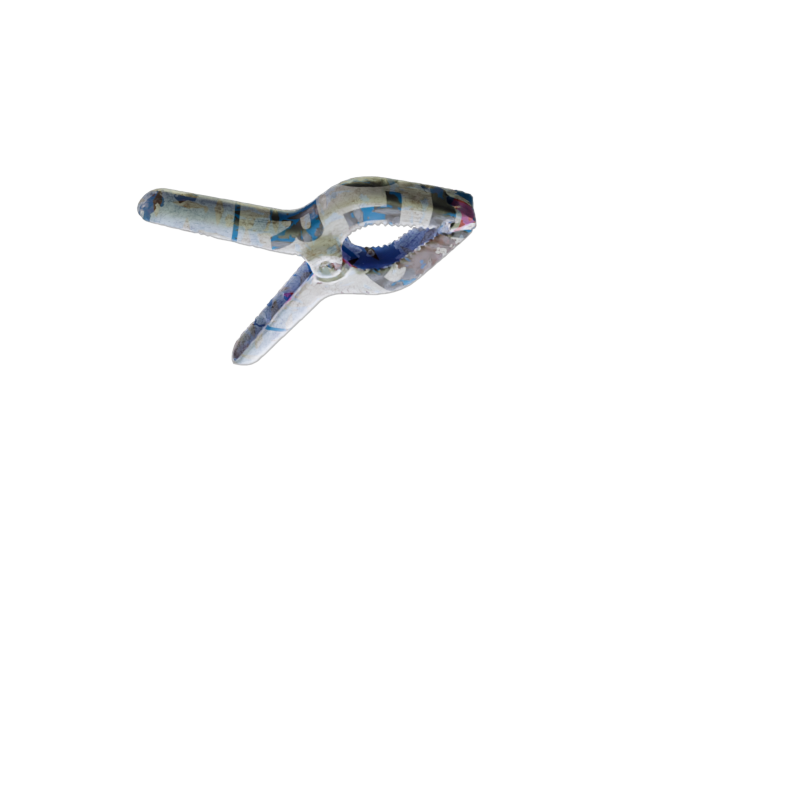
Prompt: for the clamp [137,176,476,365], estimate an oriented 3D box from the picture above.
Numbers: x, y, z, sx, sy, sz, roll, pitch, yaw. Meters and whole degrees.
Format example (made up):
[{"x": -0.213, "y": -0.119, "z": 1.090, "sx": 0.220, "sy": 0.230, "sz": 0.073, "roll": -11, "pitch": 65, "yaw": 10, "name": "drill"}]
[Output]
[{"x": -0.057, "y": -0.104, "z": 0.729, "sx": 0.211, "sy": 0.039, "sz": 0.152, "roll": -18, "pitch": -45, "yaw": 19, "name": "clamp"}]
